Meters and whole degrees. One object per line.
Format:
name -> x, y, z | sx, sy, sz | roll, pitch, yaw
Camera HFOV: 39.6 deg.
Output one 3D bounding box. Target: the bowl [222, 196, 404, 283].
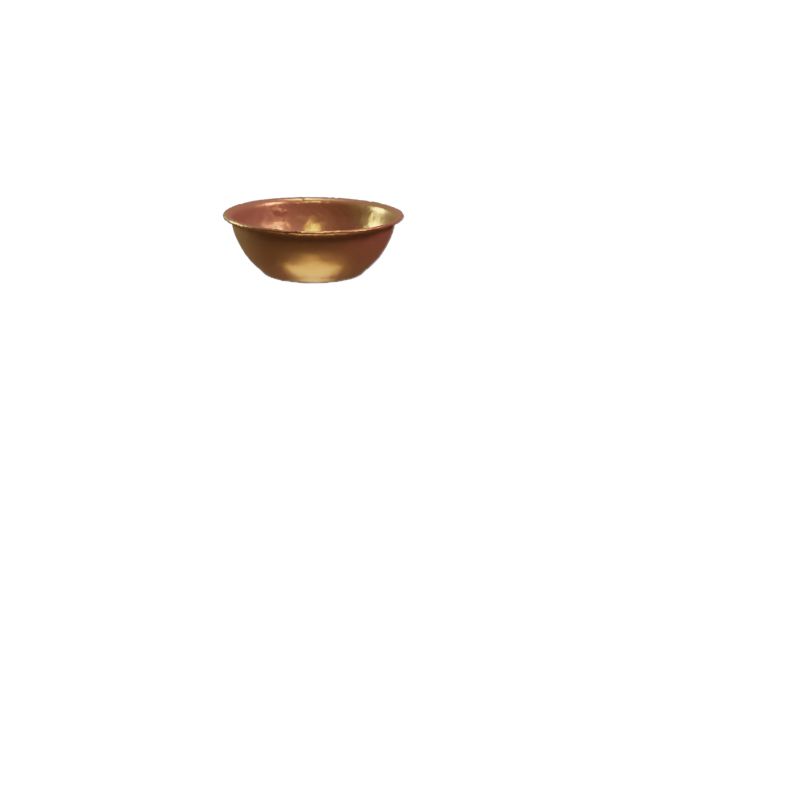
bowl -> -0.078, -0.142, 0.993 | 0.162, 0.053, 0.168 | -1, 19, -2
